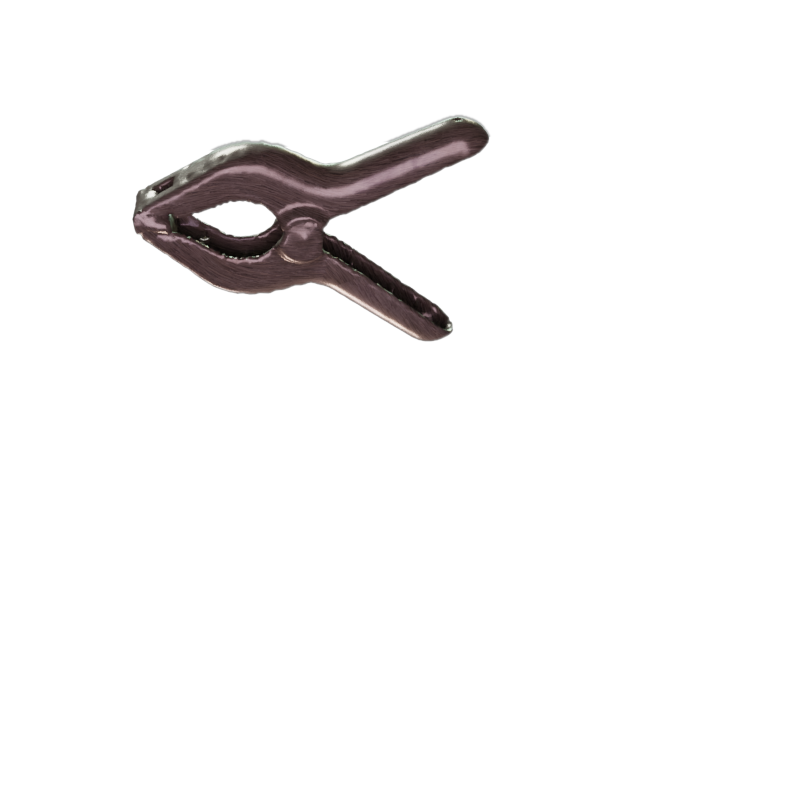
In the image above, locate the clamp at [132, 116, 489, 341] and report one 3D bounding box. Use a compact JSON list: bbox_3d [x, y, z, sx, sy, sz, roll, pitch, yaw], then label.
[{"bbox_3d":[-0.043,-0.078,0.547,0.171,0.114,0.041,-2,24,1],"label":"clamp"}]
